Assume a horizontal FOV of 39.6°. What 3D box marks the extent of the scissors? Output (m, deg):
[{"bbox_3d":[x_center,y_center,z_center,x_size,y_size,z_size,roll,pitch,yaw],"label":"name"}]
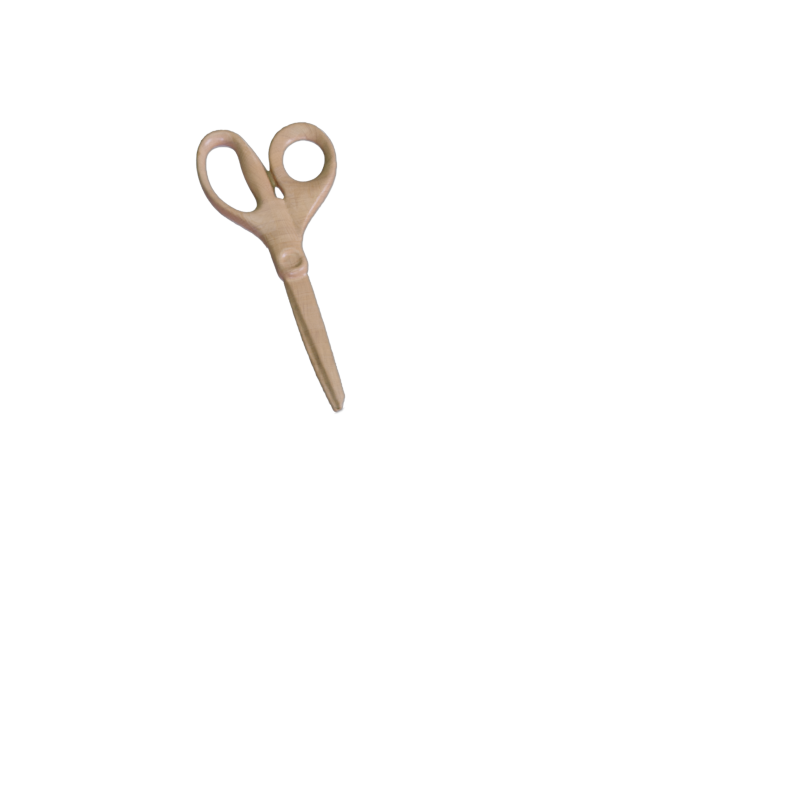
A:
[{"bbox_3d":[-0.052,-0.095,0.667,0.096,0.215,0.015,-29,-25,-15],"label":"scissors"}]
